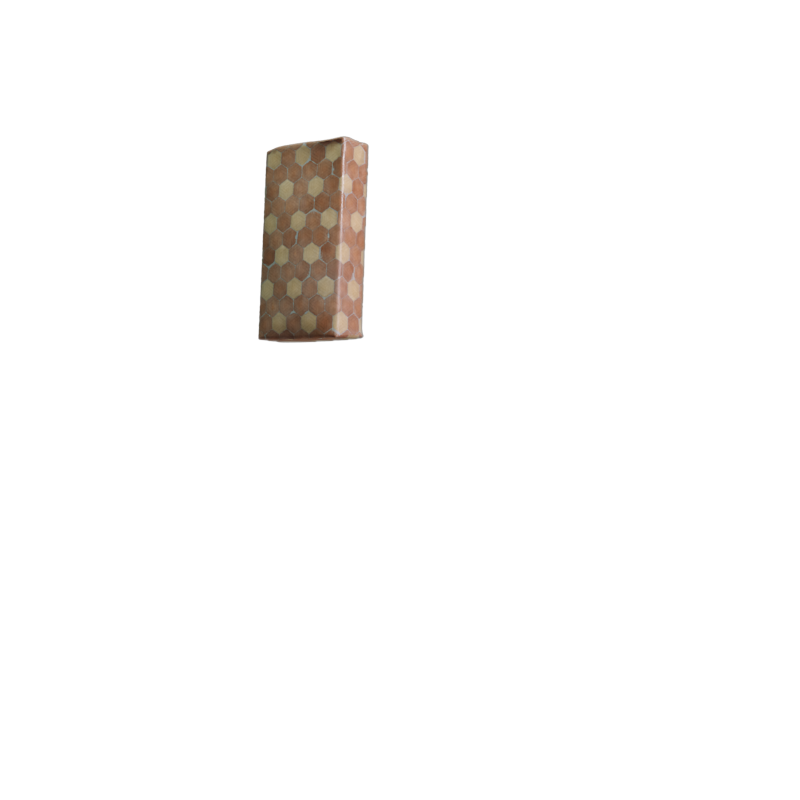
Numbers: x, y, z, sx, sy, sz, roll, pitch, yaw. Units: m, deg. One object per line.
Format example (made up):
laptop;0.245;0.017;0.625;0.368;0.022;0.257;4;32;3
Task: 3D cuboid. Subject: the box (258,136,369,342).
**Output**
box;-0.077;-0.141;0.985;0.096;0.179;0.046;-5;-8;36
